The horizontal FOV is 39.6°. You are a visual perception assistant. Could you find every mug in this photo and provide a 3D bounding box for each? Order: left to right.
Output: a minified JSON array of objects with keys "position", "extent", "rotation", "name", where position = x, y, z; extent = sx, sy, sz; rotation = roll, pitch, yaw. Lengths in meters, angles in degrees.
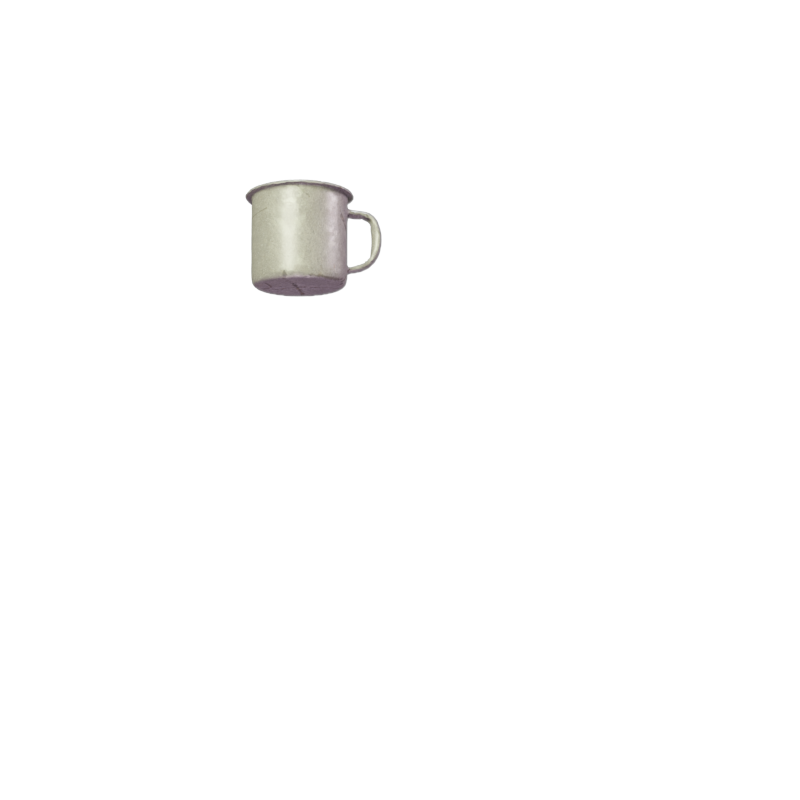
[{"position":[-0.074,-0.135,0.948],"extent":[0.116,0.084,0.091],"rotation":[1,-11,-8],"name":"mug"}]
